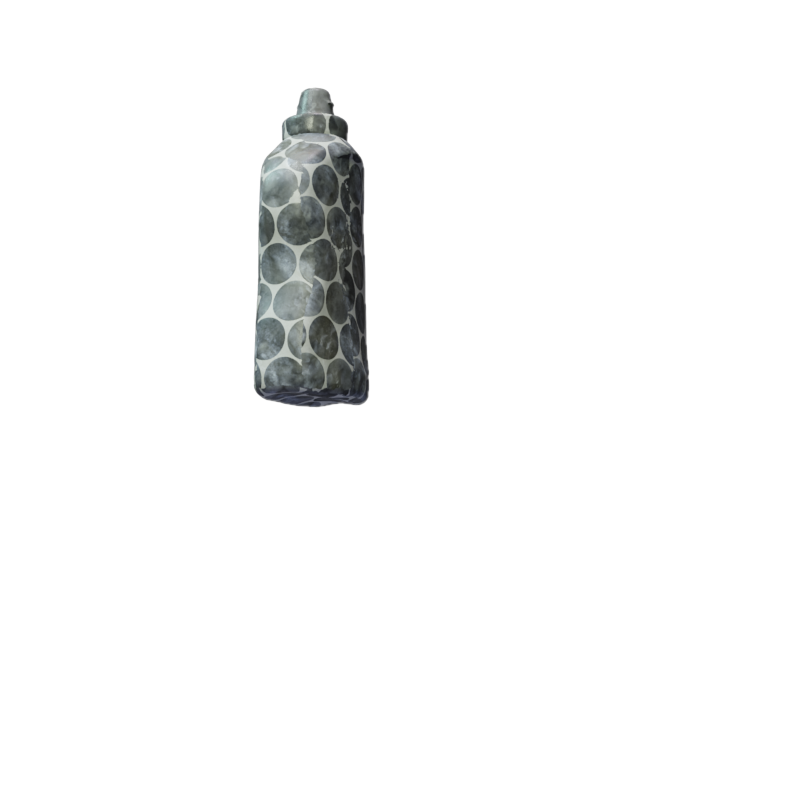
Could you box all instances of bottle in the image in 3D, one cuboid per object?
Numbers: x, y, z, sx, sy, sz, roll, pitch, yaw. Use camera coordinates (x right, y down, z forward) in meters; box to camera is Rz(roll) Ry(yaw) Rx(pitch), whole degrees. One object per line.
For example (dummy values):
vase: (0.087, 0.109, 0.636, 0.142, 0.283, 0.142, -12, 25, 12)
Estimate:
bottle: (-0.052, -0.095, 0.668, 0.060, 0.198, 0.091, -6, -13, 22)
